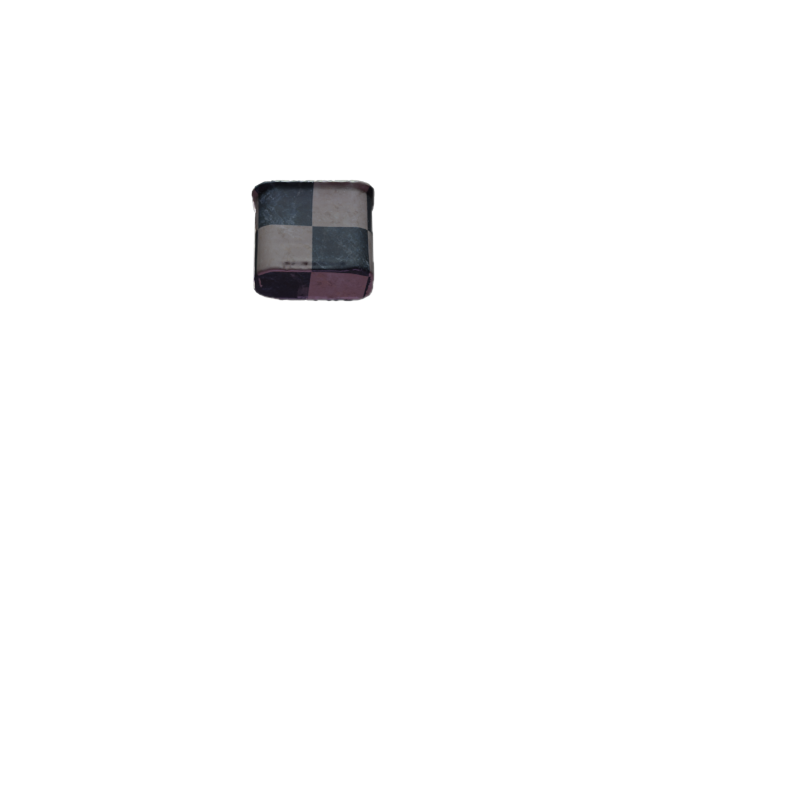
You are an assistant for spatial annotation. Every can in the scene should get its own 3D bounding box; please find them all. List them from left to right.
[{"bbox_3d":[-0.071,-0.129,0.902,0.102,0.089,0.054,0,-28,-1],"label":"can"}]
